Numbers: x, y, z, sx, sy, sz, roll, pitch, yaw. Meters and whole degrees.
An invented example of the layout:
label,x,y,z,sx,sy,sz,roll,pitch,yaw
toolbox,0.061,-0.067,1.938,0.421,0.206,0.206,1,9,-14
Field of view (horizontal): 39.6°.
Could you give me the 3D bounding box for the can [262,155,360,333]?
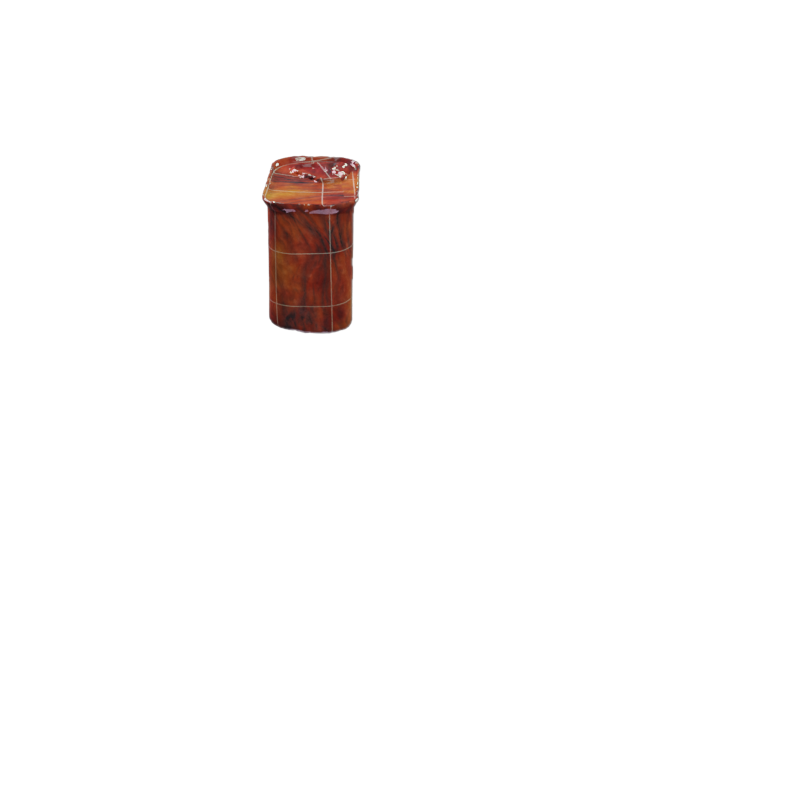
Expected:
label,x,y,z,sx,sy,sz,roll,pitch,yaw
can,-0.055,-0.100,0.698,0.057,0.080,0.107,1,25,-1
